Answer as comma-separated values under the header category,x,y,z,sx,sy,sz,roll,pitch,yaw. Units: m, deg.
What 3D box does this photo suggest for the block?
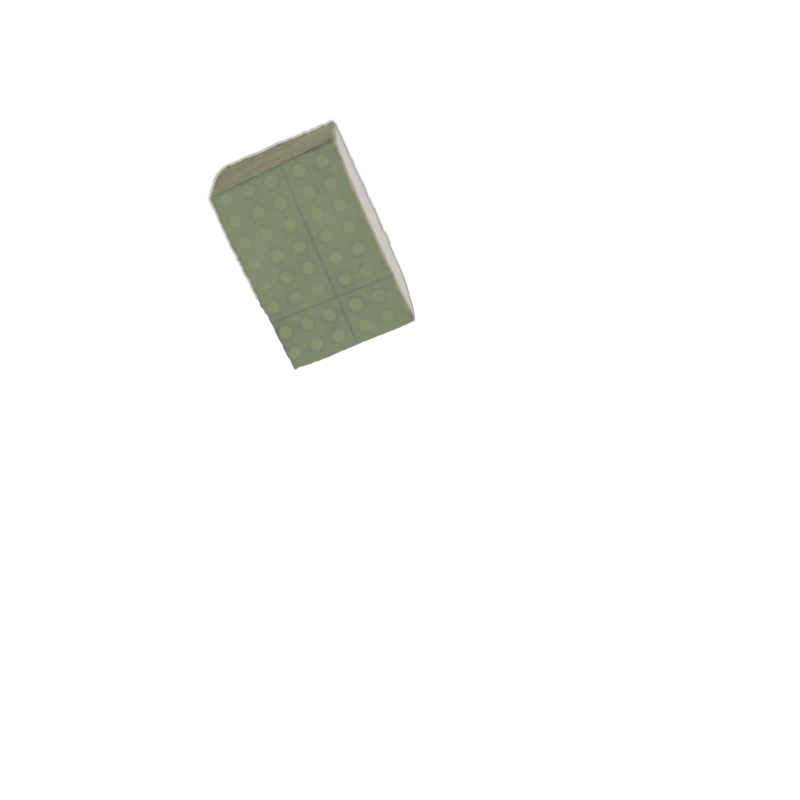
category,x,y,z,sx,sy,sz,roll,pitch,yaw
block,-0.034,-0.062,0.435,0.053,0.075,0.053,-22,18,6
